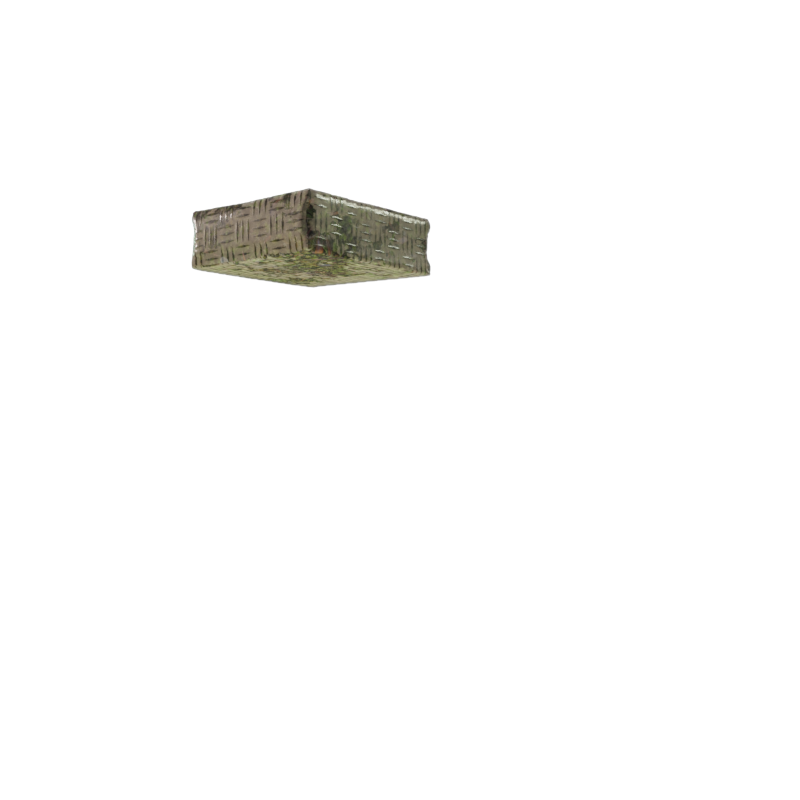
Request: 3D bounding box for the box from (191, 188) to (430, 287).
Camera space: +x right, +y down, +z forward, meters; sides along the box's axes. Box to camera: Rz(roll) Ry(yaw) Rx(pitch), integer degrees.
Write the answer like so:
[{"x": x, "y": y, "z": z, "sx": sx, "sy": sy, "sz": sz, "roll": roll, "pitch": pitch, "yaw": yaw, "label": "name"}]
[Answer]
[{"x": -0.040, "y": -0.073, "z": 0.514, "sx": 0.075, "sy": 0.031, "sz": 0.085, "roll": -3, "pitch": -4, "yaw": 40, "label": "box"}]
